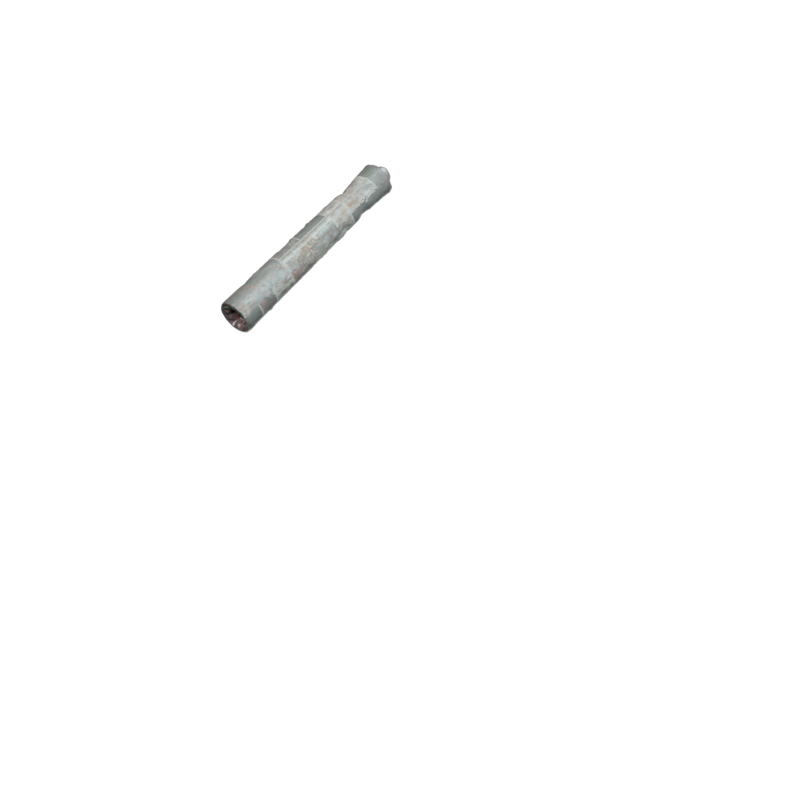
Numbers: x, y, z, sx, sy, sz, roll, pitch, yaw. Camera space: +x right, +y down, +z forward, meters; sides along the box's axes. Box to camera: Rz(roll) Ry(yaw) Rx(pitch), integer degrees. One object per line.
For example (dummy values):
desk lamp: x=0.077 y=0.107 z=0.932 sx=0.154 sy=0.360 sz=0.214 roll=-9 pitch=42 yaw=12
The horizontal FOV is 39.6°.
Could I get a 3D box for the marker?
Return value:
marker: x=-0.044 y=-0.080 z=0.561 sx=0.021 sy=0.019 sz=0.123 roll=3 pitch=44 yaw=49
